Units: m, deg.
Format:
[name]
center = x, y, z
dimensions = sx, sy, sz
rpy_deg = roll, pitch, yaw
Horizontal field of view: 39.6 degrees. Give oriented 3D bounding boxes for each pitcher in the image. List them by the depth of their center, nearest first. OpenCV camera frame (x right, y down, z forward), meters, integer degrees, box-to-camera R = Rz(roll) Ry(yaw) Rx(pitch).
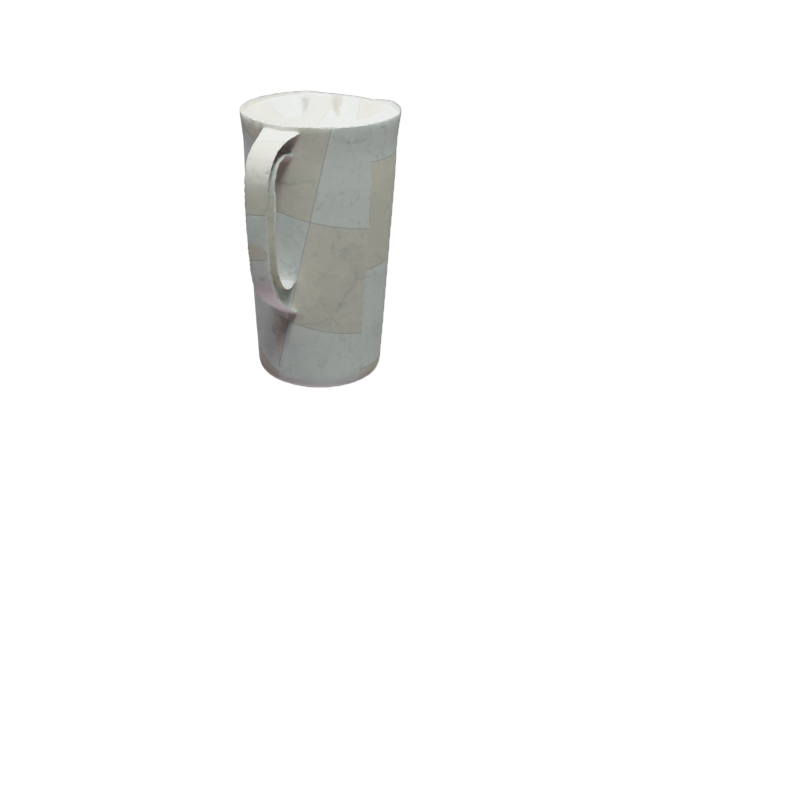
[pitcher]
center = -0.074, -0.135, 0.943
dimensions = 0.146, 0.232, 0.155
rpy_deg = -7, 24, -19
